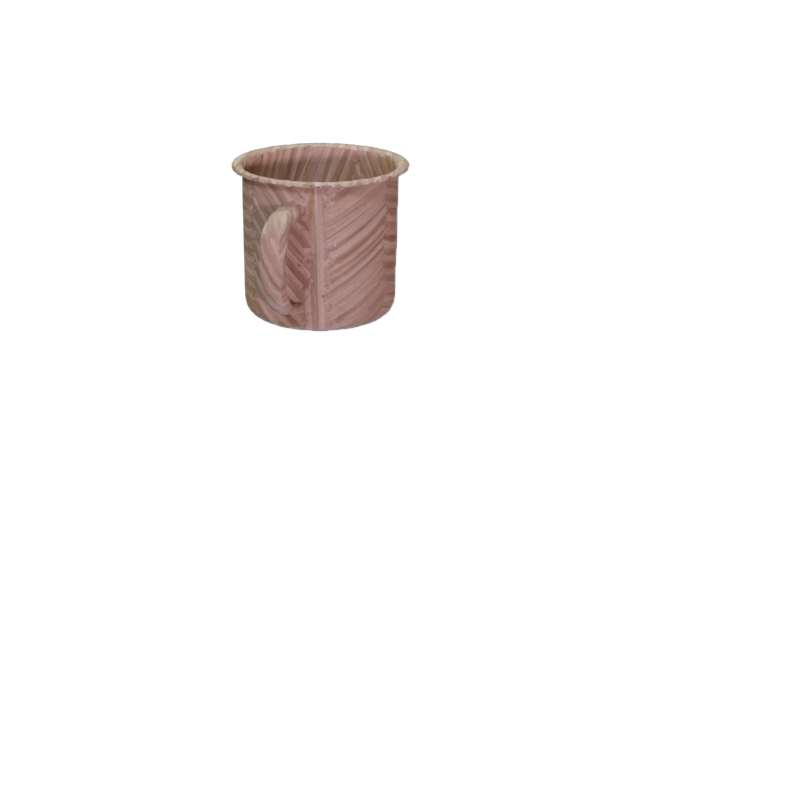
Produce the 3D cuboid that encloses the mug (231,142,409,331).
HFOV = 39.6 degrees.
[{"bbox_3d":[-0.045,-0.083,0.581,0.095,0.078,0.120,6,23,13],"label":"mug"}]
